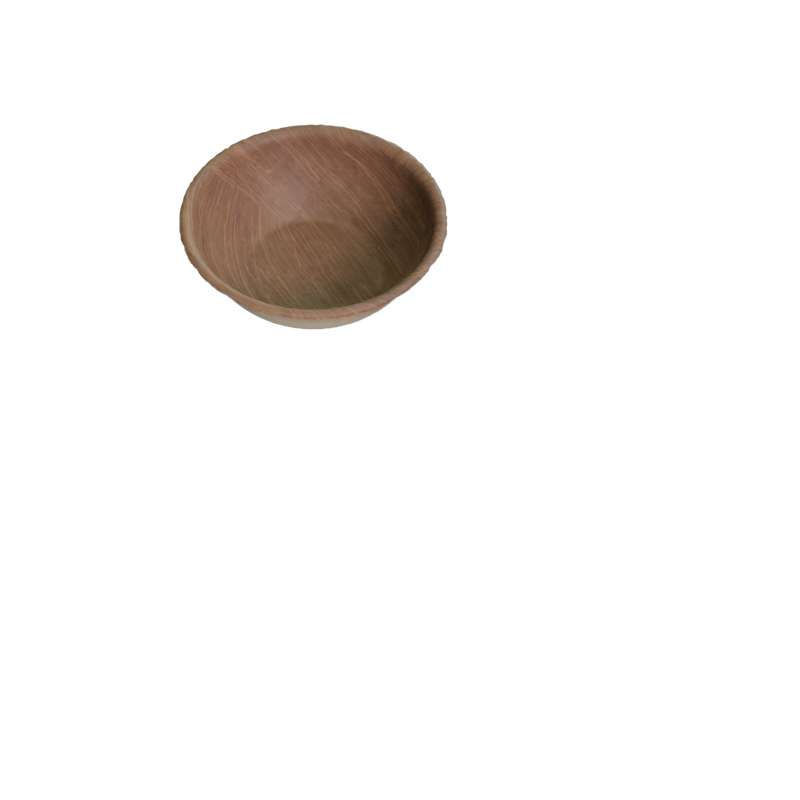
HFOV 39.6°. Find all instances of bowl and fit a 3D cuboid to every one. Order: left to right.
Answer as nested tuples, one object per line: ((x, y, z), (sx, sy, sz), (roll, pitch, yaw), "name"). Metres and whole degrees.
((-0.054, -0.098, 0.686), (0.162, 0.174, 0.051), (-1, -39, -1), "bowl")
